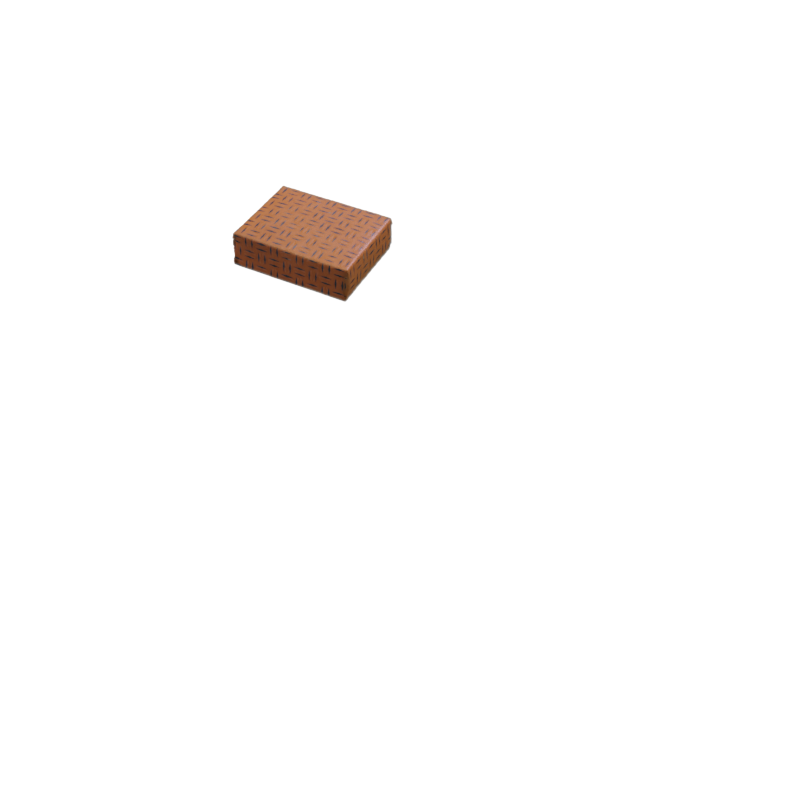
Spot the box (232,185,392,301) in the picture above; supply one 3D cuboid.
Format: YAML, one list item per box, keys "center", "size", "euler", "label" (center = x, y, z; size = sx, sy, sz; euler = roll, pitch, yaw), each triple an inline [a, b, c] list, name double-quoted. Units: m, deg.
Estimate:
- center: [-0.075, -0.138, 0.965]
  size: [0.118, 0.036, 0.092]
  euler: [17, 41, 20]
  label: "box"
